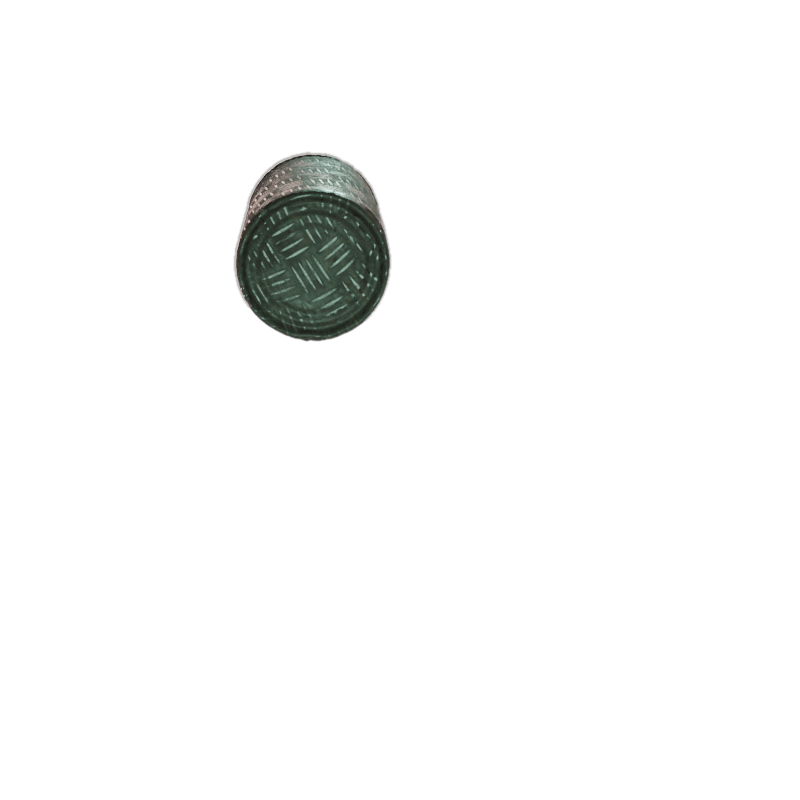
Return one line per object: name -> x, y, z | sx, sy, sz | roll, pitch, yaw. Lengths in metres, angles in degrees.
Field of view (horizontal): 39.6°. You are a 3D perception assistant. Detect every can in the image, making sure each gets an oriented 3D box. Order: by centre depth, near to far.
can -> -0.040, -0.074, 0.516 | 0.068, 0.066, 0.106 | 0, 18, -3
